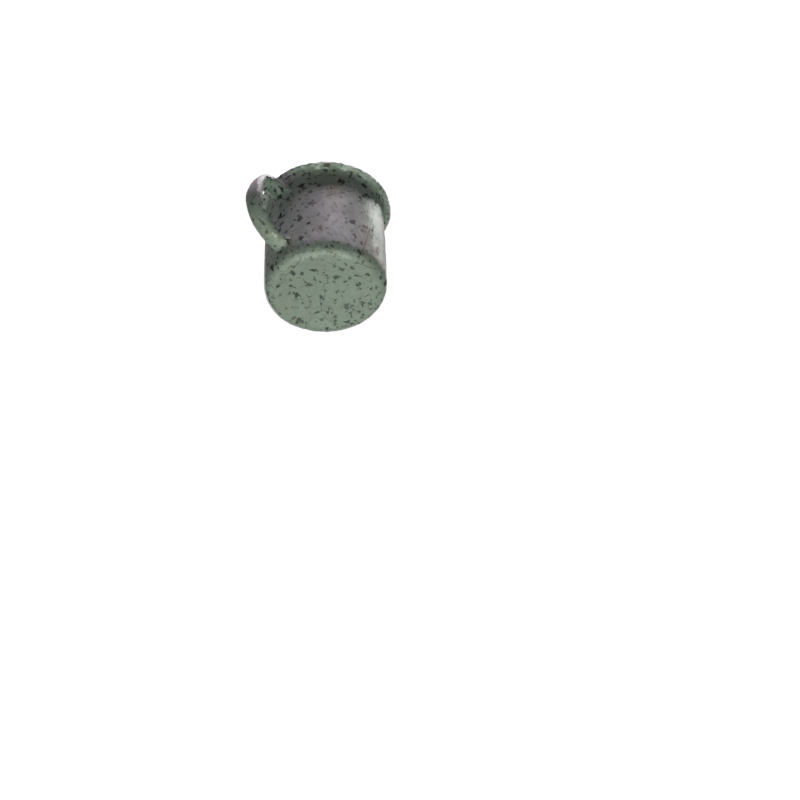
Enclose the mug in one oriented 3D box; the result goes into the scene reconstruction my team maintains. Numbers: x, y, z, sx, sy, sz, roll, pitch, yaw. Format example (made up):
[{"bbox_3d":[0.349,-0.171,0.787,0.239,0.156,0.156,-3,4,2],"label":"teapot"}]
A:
[{"bbox_3d":[-0.059,-0.107,0.748,0.093,0.087,0.109,-30,-50,27],"label":"mug"}]
